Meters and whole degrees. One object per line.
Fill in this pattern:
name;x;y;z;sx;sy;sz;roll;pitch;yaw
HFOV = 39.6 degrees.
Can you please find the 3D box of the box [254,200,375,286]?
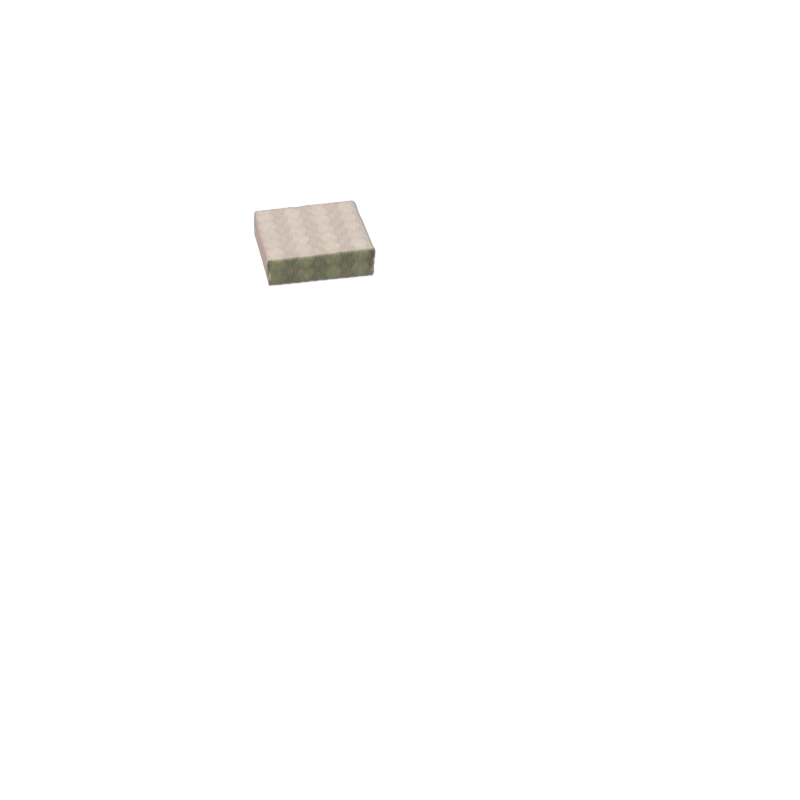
box;-0.071;-0.130;0.911;0.088;0.028;0.079;-8;40;-10
